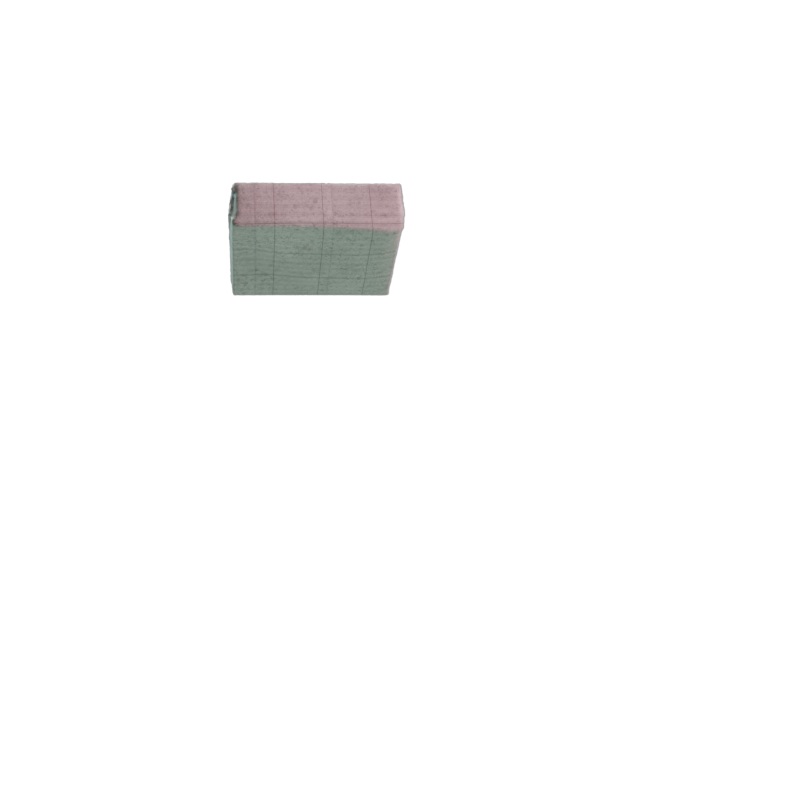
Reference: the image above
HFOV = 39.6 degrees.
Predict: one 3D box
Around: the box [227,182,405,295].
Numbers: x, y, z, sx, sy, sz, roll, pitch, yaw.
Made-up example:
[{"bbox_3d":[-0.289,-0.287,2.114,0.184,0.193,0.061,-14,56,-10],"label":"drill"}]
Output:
[{"bbox_3d":[-0.058,-0.106,0.743,0.113,0.041,0.085,2,-27,-5],"label":"box"}]
